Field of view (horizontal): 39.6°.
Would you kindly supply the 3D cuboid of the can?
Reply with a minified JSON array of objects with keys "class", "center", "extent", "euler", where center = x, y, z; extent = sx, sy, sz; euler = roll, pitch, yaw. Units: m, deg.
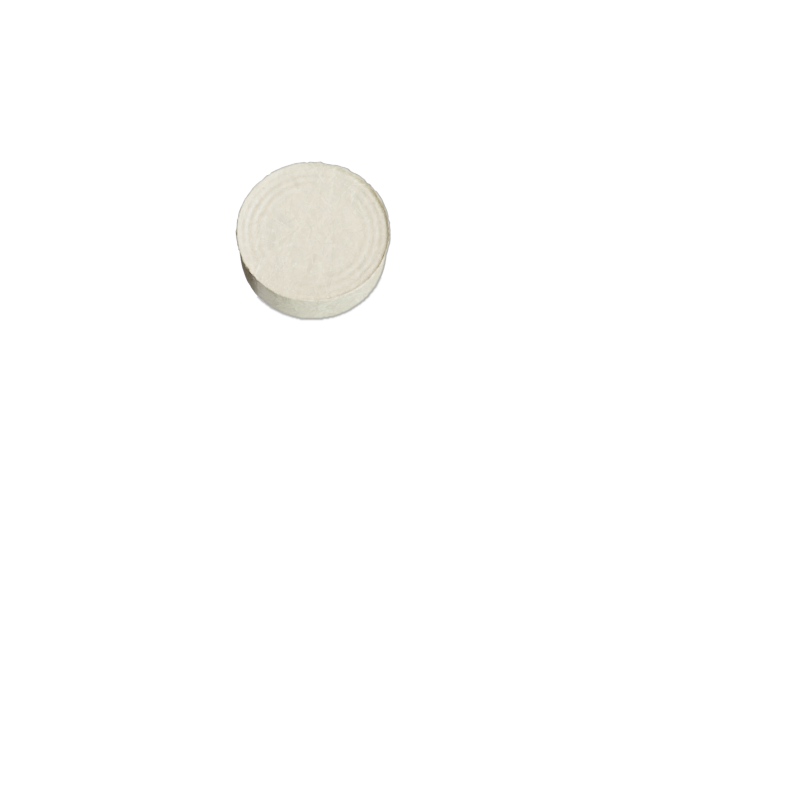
[{"class":"can","center":[-0.049,-0.090,0.627],"extent":[0.086,0.090,0.032],"euler":[-1,-23,-1]}]
